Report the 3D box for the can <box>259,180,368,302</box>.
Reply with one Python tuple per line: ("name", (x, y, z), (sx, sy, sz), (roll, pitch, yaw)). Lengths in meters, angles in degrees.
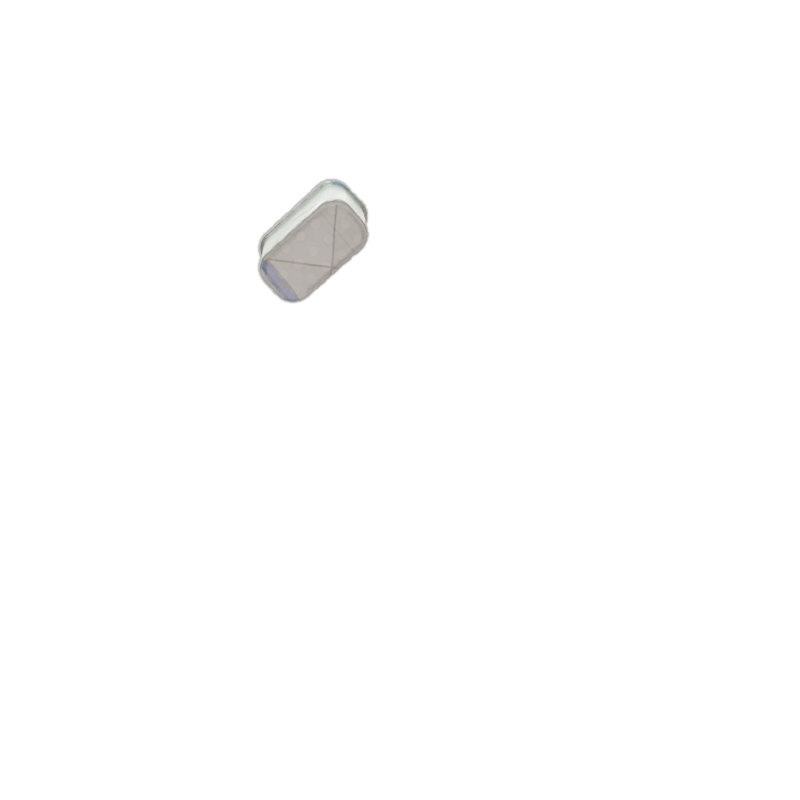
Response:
("can", (-0.075, -0.137, 0.960), (0.101, 0.056, 0.087), (-41, 15, 9))
